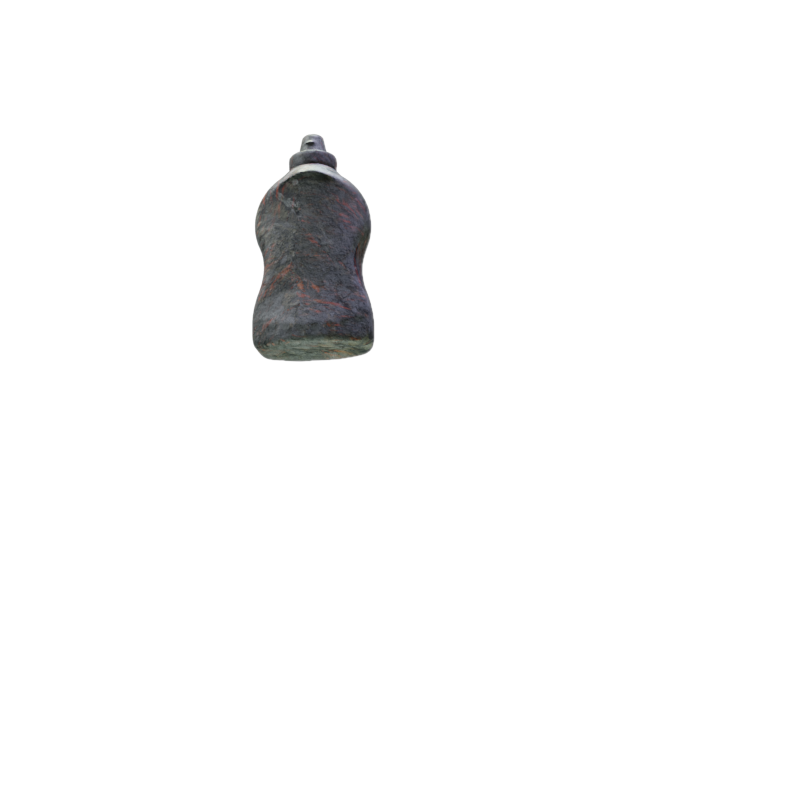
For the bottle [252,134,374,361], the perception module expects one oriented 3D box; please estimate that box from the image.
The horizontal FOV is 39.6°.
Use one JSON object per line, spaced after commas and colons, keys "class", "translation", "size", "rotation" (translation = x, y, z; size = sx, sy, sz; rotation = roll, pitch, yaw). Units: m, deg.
{"class": "bottle", "translation": [-0.072, -0.131, 0.918], "size": [0.097, 0.201, 0.055], "rotation": [-5, -21, 10]}
